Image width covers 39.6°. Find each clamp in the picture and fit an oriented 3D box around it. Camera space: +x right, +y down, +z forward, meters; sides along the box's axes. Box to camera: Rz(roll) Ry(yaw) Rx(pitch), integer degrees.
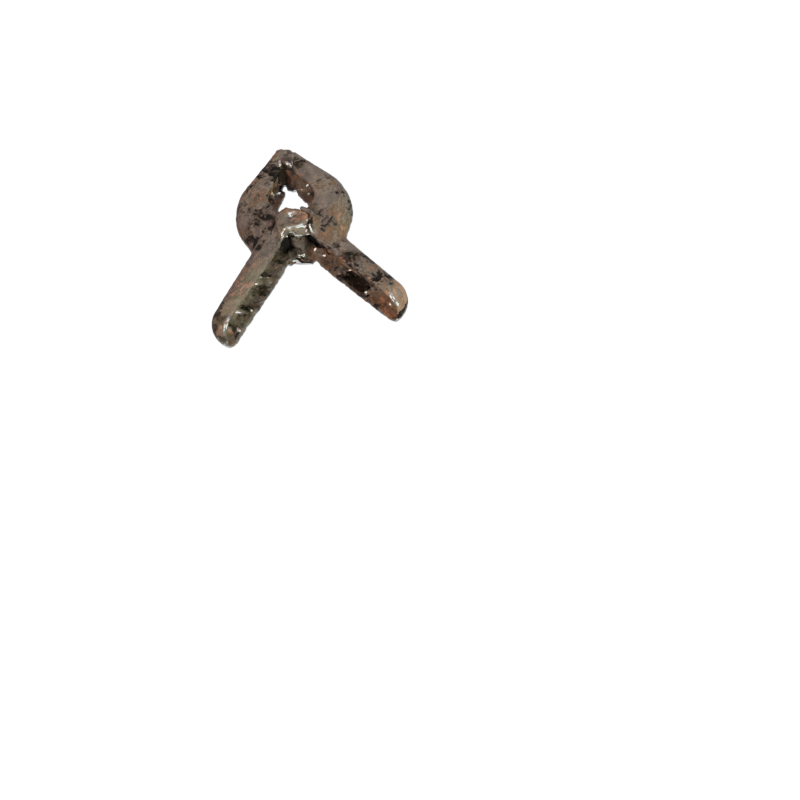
[{"bbox_3d":[-0.057,-0.104,0.729,0.120,0.184,0.036,0,-41,0],"label":"clamp"}]
